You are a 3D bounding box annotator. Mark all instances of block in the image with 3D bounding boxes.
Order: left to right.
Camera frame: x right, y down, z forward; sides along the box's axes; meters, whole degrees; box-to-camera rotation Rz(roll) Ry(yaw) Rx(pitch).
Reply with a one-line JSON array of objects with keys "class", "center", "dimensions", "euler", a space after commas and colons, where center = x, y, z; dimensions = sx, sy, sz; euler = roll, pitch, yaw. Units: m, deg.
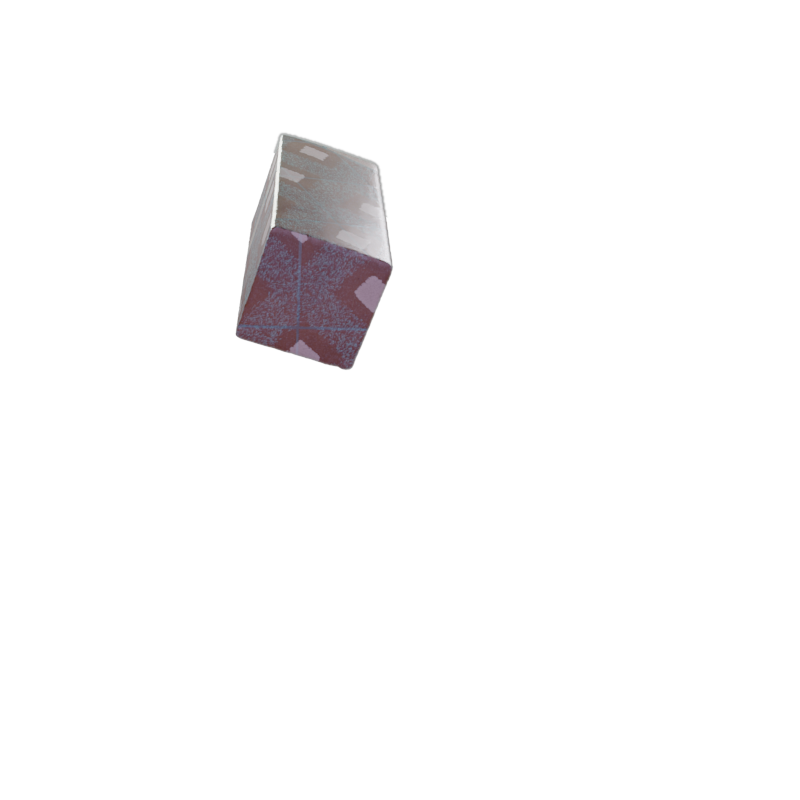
[{"class": "block", "center": [-0.066, -0.123, 0.858], "dimensions": [0.088, 0.087, 0.218], "euler": [16, 26, -12]}]
